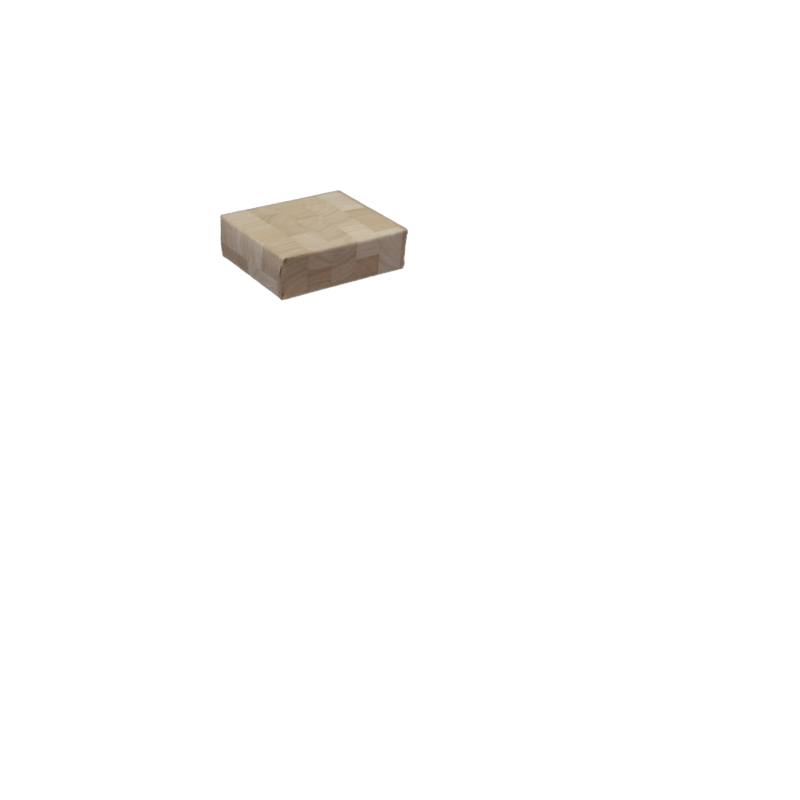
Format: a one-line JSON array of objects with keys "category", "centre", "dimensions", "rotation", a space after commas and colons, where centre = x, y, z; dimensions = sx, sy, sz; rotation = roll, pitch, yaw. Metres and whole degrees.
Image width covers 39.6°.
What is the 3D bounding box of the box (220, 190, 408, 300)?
[{"category": "box", "centre": [-0.065, -0.119, 0.830], "dimensions": [0.112, 0.037, 0.096], "rotation": [-20, 36, -31]}]
